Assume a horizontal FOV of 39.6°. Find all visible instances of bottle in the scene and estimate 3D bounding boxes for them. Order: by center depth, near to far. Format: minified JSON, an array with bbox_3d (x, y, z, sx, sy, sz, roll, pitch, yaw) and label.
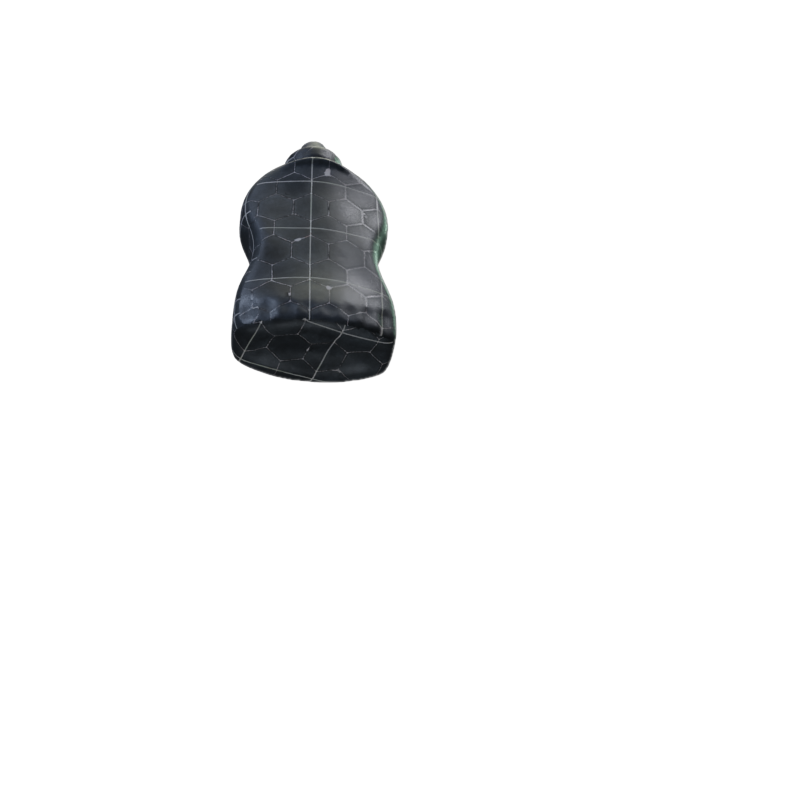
[{"bbox_3d":[-0.056,-0.101,0.709,0.095,0.206,0.055,2,-43,-6],"label":"bottle"}]
